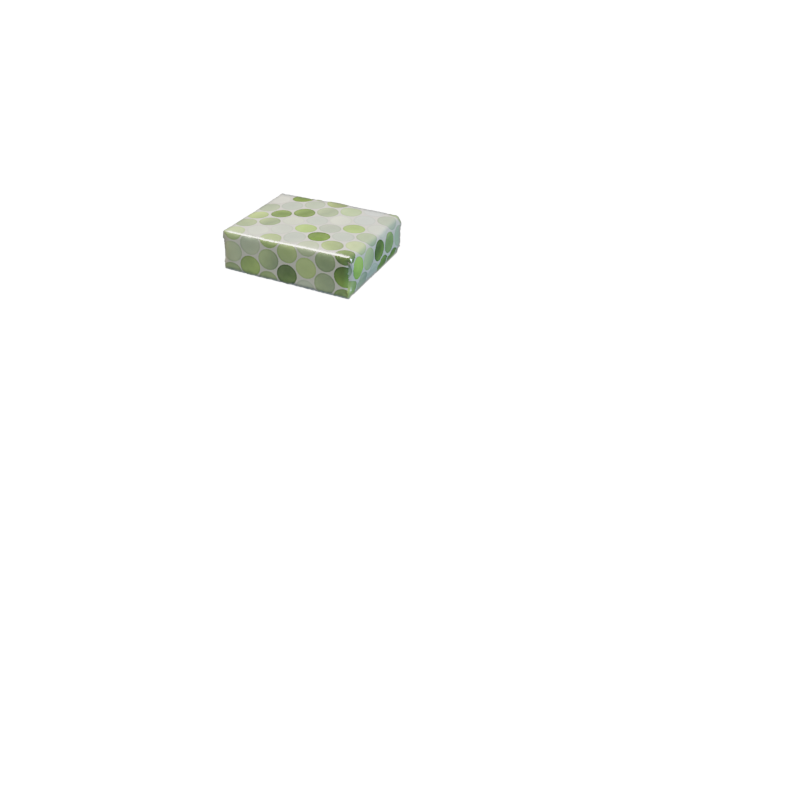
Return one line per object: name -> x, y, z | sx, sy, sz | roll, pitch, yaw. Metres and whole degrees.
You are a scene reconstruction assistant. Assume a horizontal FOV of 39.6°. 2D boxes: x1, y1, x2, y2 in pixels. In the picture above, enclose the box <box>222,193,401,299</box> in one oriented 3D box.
box -> -0.054, -0.099, 0.693 | 0.093, 0.028, 0.074 | 14, 32, 23
